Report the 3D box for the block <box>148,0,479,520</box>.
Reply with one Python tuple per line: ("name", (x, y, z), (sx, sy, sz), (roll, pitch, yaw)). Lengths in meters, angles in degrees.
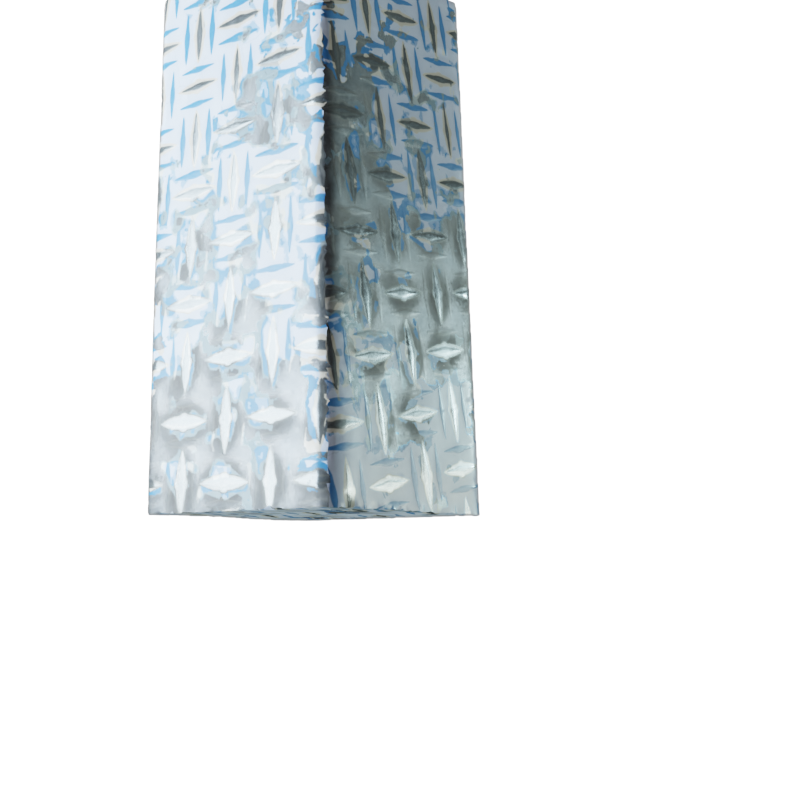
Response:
("block", (-0.034, -0.061, 0.430), (0.093, 0.214, 0.085), (-12, -18, 38))
